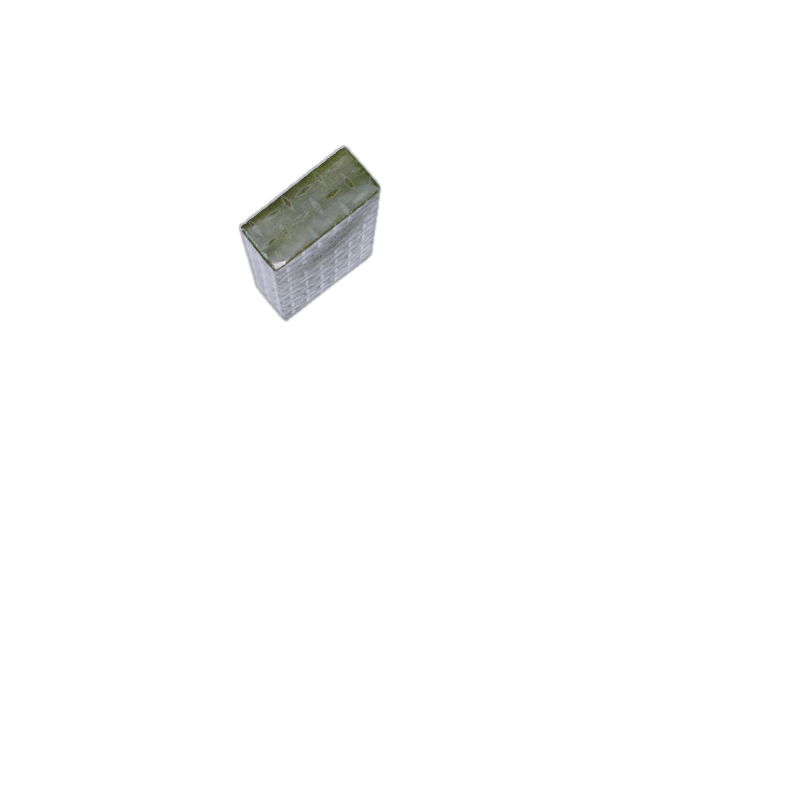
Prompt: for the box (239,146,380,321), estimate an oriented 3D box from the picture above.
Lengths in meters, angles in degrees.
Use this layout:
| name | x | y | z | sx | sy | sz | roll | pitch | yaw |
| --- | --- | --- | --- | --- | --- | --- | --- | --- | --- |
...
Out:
| name | x | y | z | sx | sy | sz | roll | pitch | yaw |
| --- | --- | --- | --- | --- | --- | --- | --- | --- | --- |
| box | -0.063 | -0.115 | 0.810 | 0.094 | 0.049 | 0.173 | -39 | -1 | -7 |
